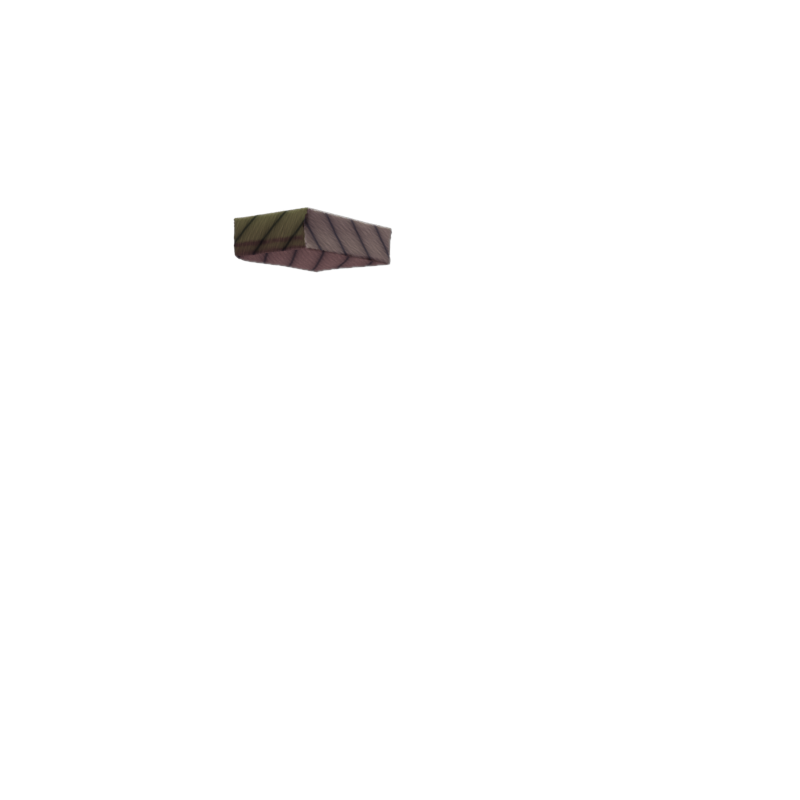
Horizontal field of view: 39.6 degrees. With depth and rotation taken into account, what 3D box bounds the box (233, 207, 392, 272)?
[{"bbox_3d":[-0.076,-0.138,0.968,0.093,0.039,0.108,-2,-3,41],"label":"box"}]
